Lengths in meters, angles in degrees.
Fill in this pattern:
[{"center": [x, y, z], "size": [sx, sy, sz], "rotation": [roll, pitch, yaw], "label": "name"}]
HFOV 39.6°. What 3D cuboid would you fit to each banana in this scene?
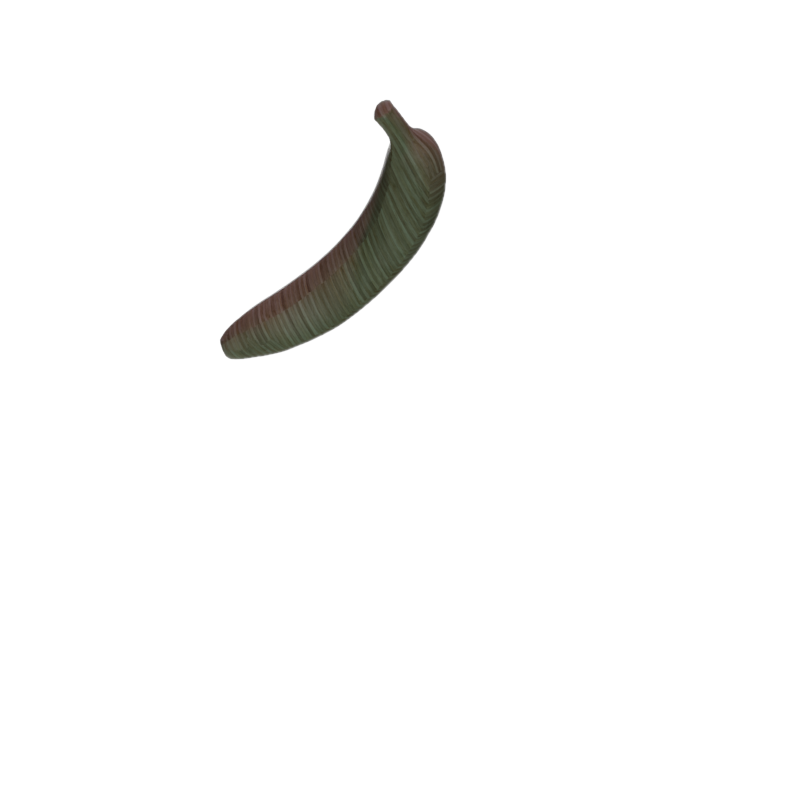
[{"center": [-0.029, -0.083, 0.605], "size": [0.067, 0.039, 0.191], "rotation": [23, -51, -21], "label": "banana"}]
